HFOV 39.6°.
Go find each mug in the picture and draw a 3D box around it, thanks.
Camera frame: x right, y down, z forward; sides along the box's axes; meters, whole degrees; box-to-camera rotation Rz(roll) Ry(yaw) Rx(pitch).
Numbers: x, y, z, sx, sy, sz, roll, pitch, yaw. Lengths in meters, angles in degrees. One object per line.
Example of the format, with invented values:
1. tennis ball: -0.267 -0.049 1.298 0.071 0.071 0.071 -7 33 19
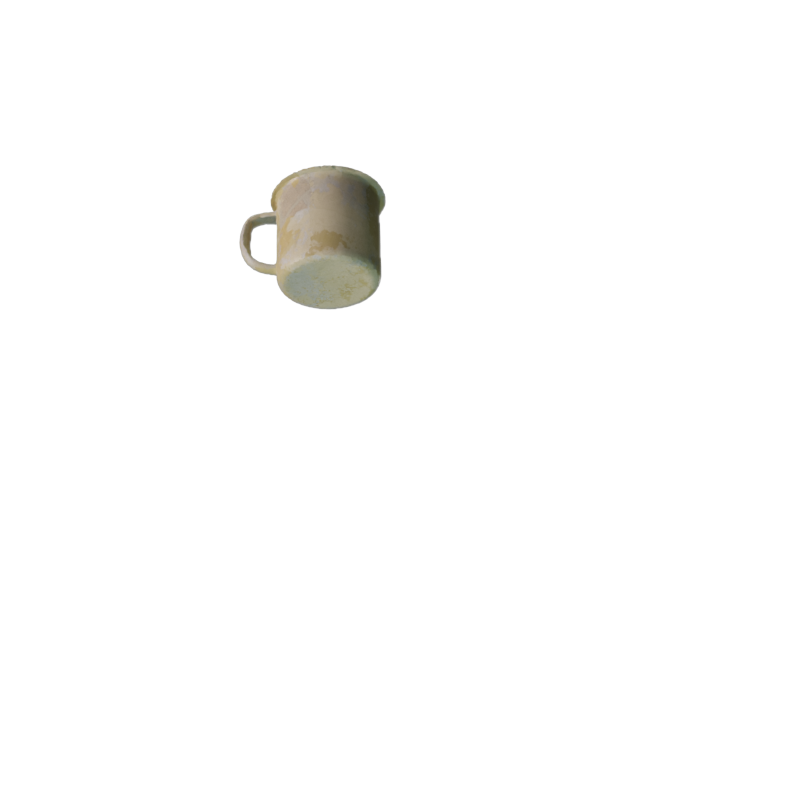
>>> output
1. mug: -0.069 -0.125 0.876 0.117 0.087 0.087 0 -30 -1
